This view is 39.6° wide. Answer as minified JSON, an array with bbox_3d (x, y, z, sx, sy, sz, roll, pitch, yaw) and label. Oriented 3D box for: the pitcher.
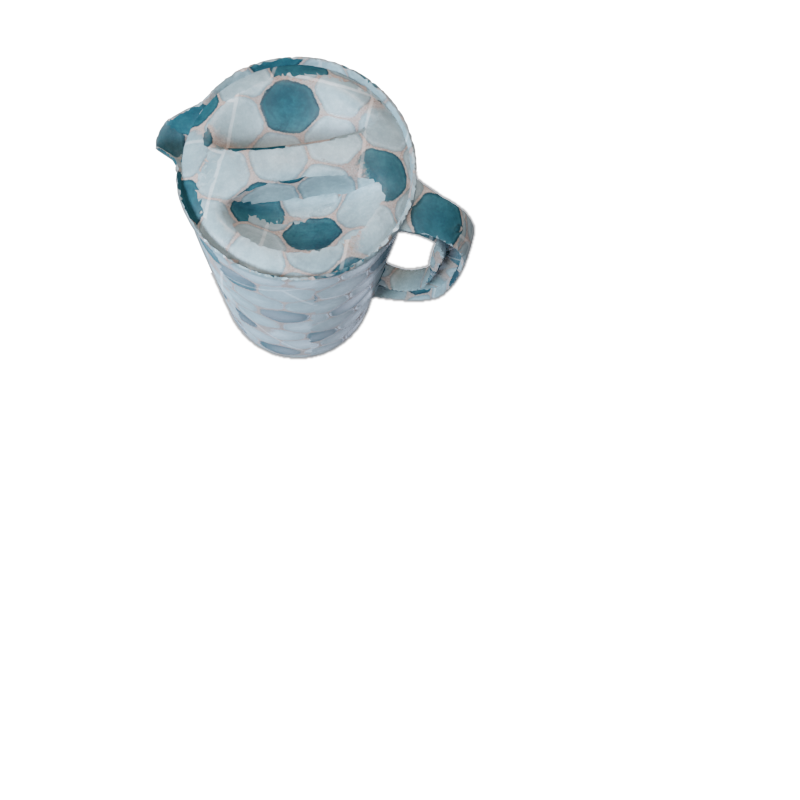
[{"bbox_3d":[-0.056,-0.102,0.712,0.145,0.155,0.234,-27,-11,-9],"label":"pitcher"}]
